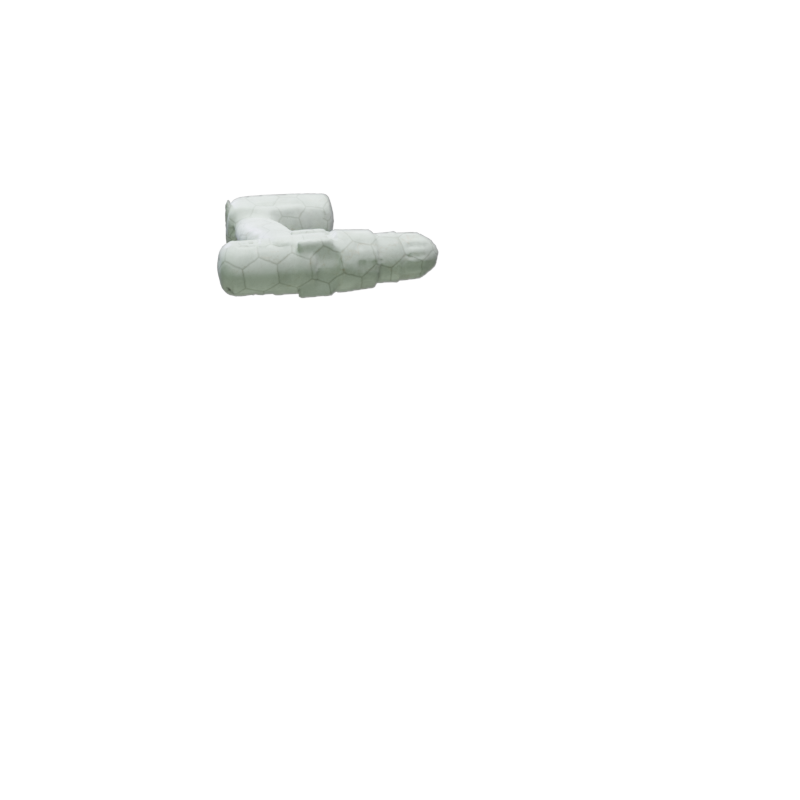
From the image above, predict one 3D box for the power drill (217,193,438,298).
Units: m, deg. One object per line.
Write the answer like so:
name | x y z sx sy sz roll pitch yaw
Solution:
power drill | -0.077 -0.140 0.981 0.182 0.055 0.197 -4 20 -13
